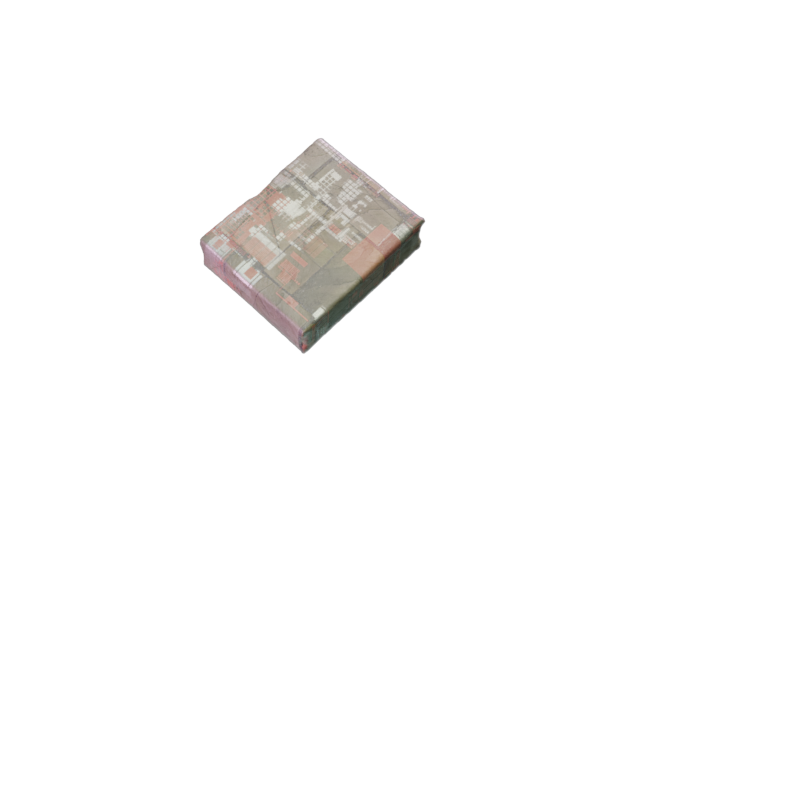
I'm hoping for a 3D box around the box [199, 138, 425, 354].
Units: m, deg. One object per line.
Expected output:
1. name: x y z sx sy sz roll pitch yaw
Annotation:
1. box: -0.043 -0.079 0.556 0.077 0.090 0.028 40 -21 18
